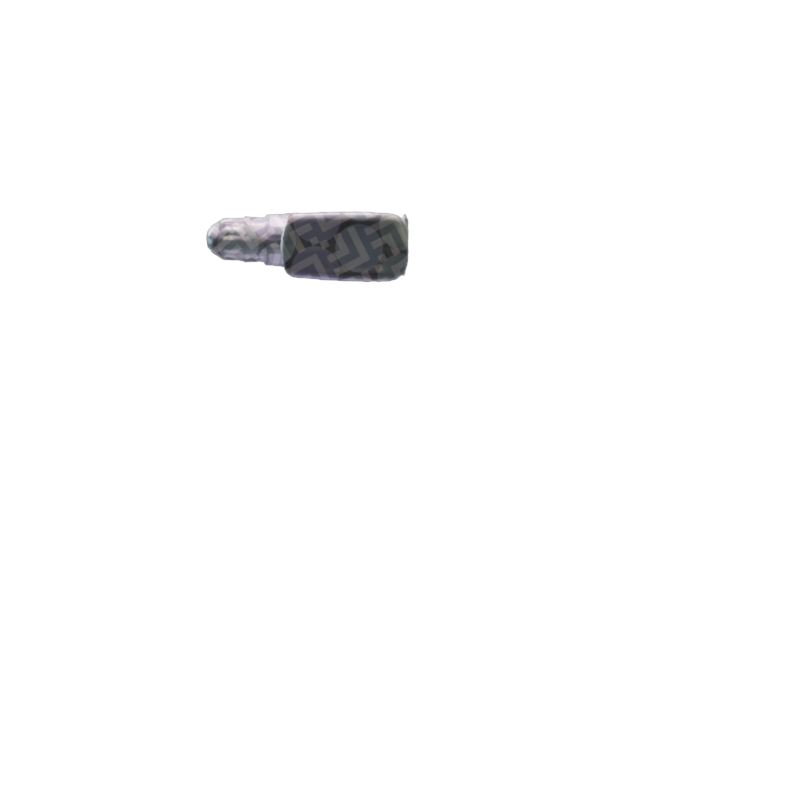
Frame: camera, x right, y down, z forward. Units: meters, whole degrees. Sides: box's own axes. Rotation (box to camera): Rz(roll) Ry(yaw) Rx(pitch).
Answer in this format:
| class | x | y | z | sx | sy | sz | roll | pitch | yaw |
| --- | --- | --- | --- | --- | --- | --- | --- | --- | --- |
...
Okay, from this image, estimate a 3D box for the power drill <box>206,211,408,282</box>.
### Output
| class | x | y | z | sx | sy | sz | roll | pitch | yaw |
| --- | --- | --- | --- | --- | --- | --- | --- | --- | --- |
| power drill | -0.077 | -0.140 | 0.979 | 0.182 | 0.056 | 0.193 | -2 | 11 | -9 |
